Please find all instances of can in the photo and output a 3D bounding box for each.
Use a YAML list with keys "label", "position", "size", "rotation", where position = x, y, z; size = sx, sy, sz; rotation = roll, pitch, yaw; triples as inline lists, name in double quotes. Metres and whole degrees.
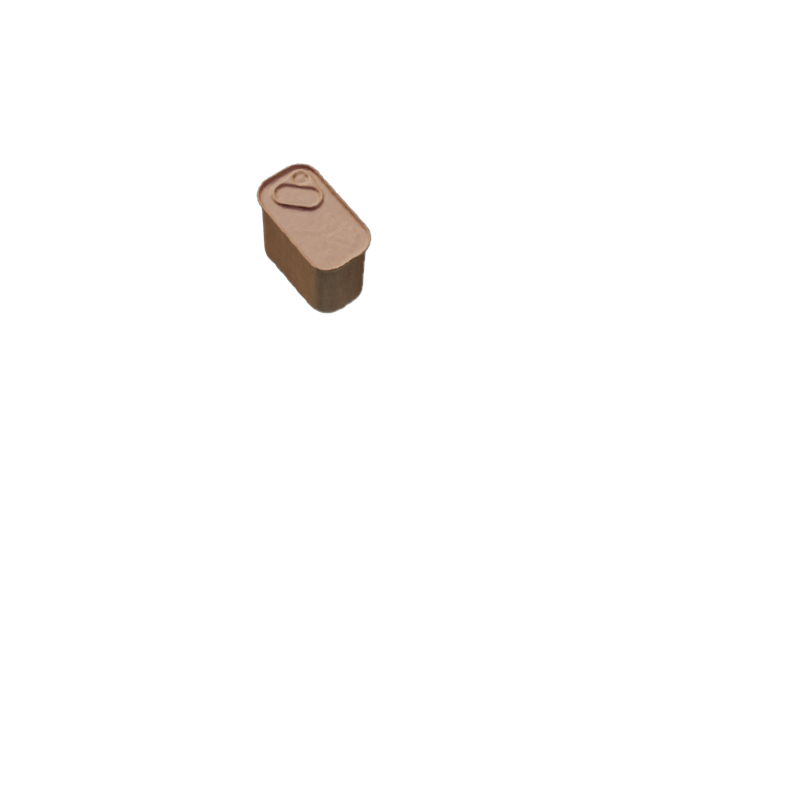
- label: "can"
  position: [-0.072, -0.131, 0.915]
  size: [0.058, 0.108, 0.079]
  rotation: [-33, -22, -17]
